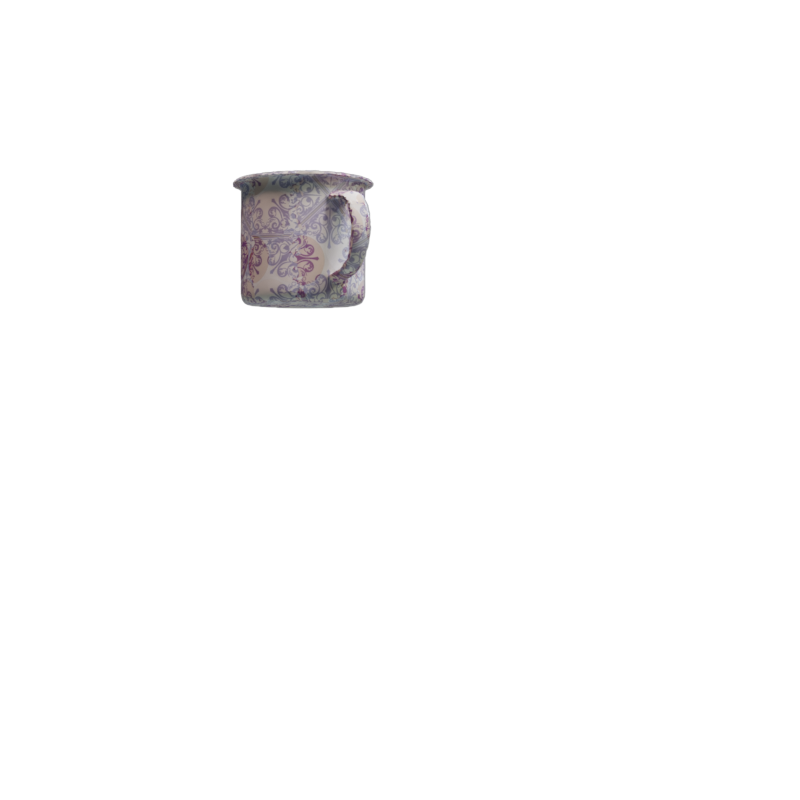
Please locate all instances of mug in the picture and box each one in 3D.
[{"bbox_3d":[-0.056,-0.102,0.717,0.089,0.082,0.121,2,-2,-37],"label":"mug"}]
